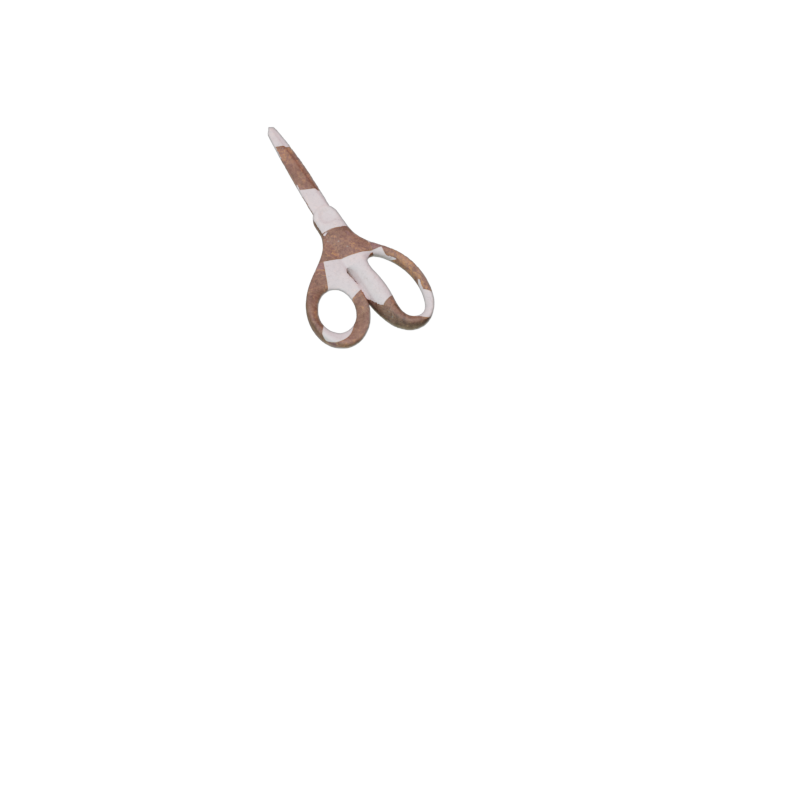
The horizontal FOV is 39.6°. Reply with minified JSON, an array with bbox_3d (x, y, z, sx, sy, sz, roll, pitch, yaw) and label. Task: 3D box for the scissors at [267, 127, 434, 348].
[{"bbox_3d":[-0.062,-0.113,0.794,0.097,0.213,0.015,-38,-24,-20],"label":"scissors"}]
